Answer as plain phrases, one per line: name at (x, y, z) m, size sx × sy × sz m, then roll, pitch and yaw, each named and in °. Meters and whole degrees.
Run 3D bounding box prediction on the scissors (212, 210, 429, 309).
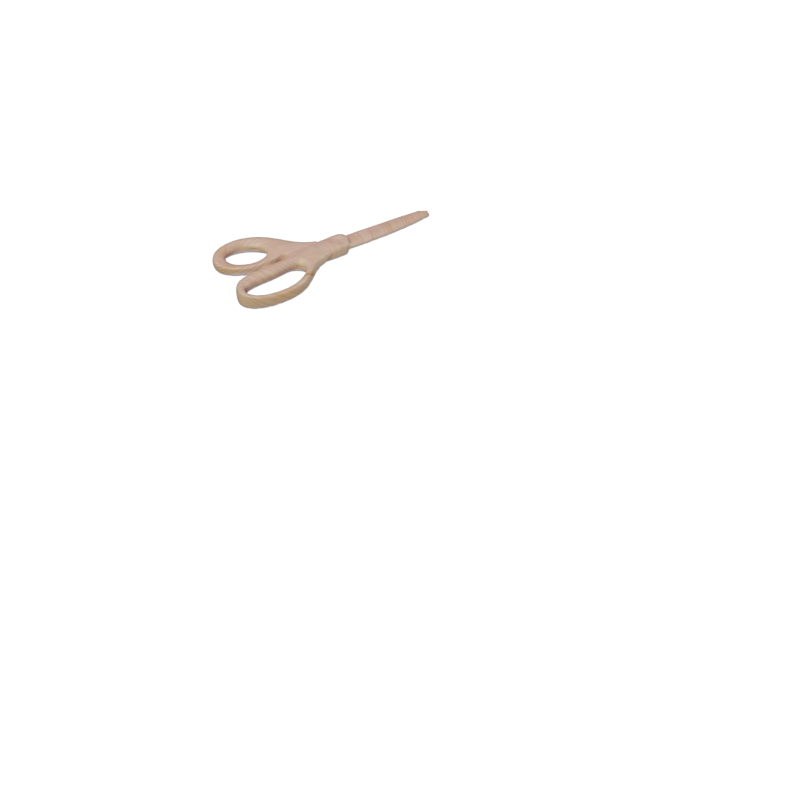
scissors at (-0.073, -0.132, 0.927) m, size 0.102 × 0.015 × 0.203 m, roll 25°, pitch 44°, yaw 29°
